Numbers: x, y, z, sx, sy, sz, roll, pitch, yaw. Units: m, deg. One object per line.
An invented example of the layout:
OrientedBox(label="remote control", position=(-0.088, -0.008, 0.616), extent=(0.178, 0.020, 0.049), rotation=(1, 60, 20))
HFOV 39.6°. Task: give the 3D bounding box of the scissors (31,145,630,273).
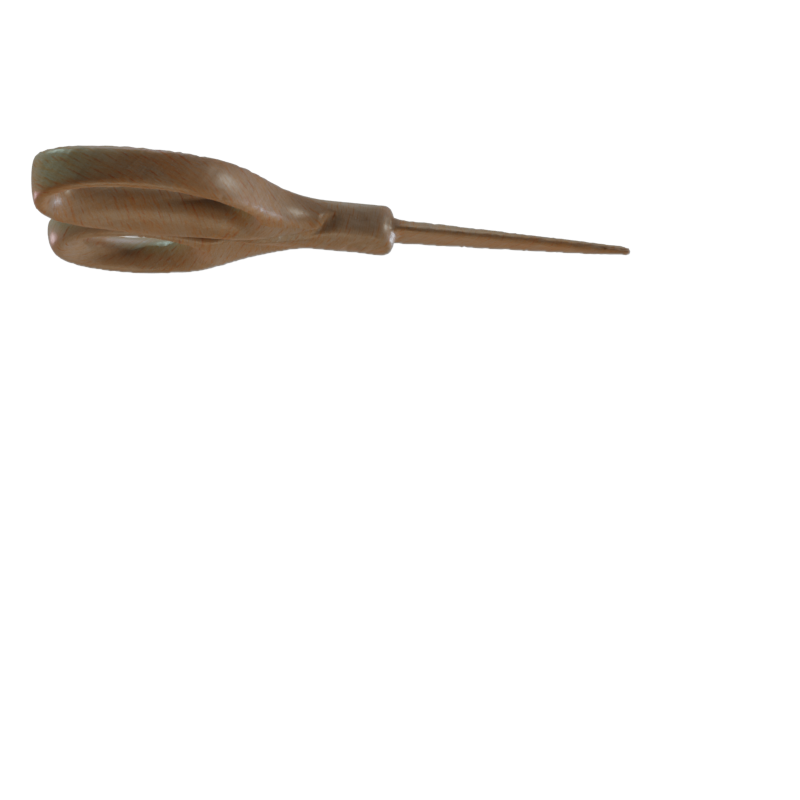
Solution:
OrientedBox(label="scissors", position=(-0.029, -0.054, 0.375), extent=(0.193, 0.016, 0.097), rotation=(6, -12, -31))
